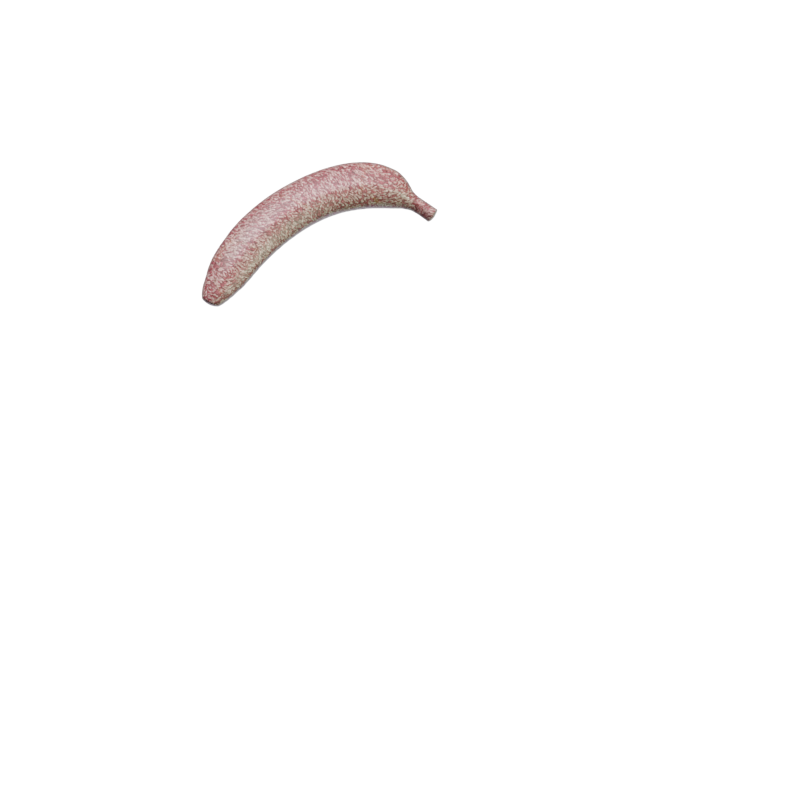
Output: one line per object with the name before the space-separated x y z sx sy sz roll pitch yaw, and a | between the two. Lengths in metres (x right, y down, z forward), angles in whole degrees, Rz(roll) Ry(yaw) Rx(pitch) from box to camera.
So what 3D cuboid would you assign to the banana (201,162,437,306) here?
banana | -0.072 -0.139 0.861 0.197 0.074 0.035 -24 -21 -11
